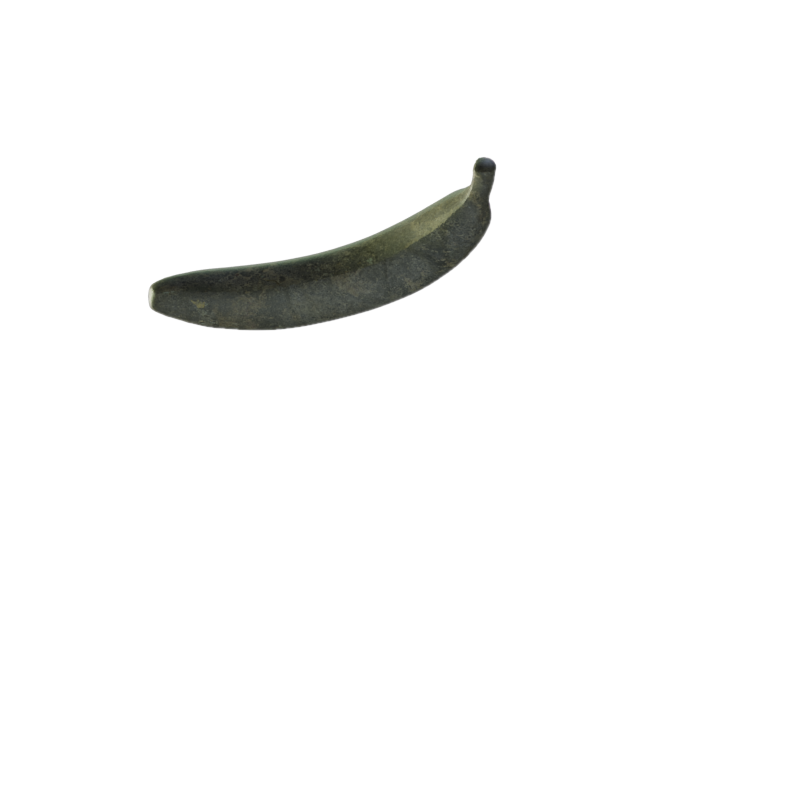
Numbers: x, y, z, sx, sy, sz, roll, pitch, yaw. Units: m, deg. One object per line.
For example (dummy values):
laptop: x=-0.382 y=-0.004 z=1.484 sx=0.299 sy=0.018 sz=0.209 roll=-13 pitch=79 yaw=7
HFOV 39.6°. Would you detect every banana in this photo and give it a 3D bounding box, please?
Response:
banana: x=-0.033 y=-0.071 z=0.577 sx=0.199 sy=0.039 sz=0.064 roll=-19 pitch=-49 yaw=18
